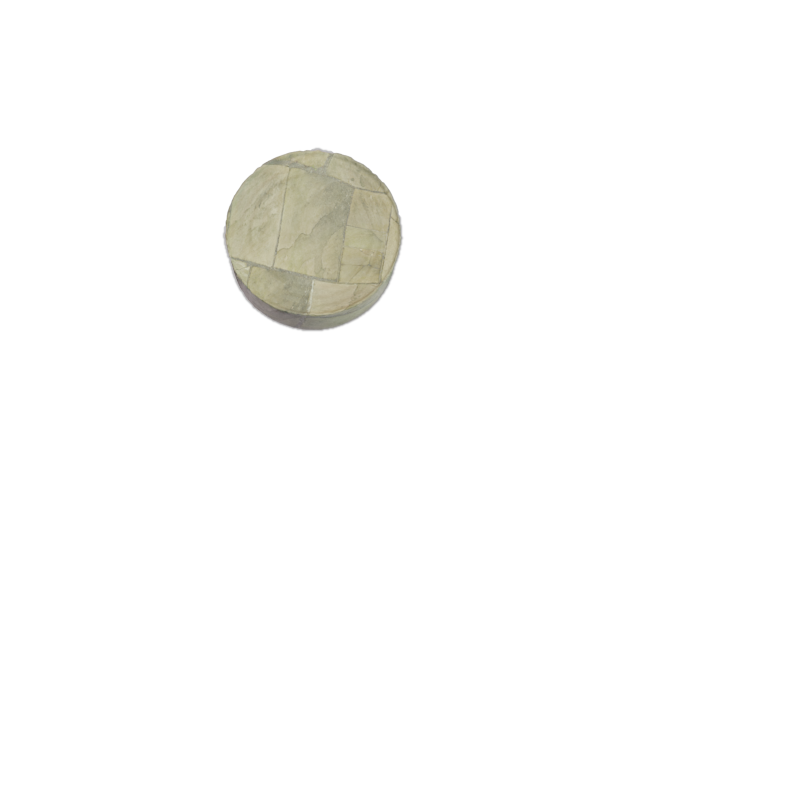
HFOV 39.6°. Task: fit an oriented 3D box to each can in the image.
[{"bbox_3d":[-0.043,-0.079,0.551,0.086,0.090,0.032,-1,-18,-1],"label":"can"}]
